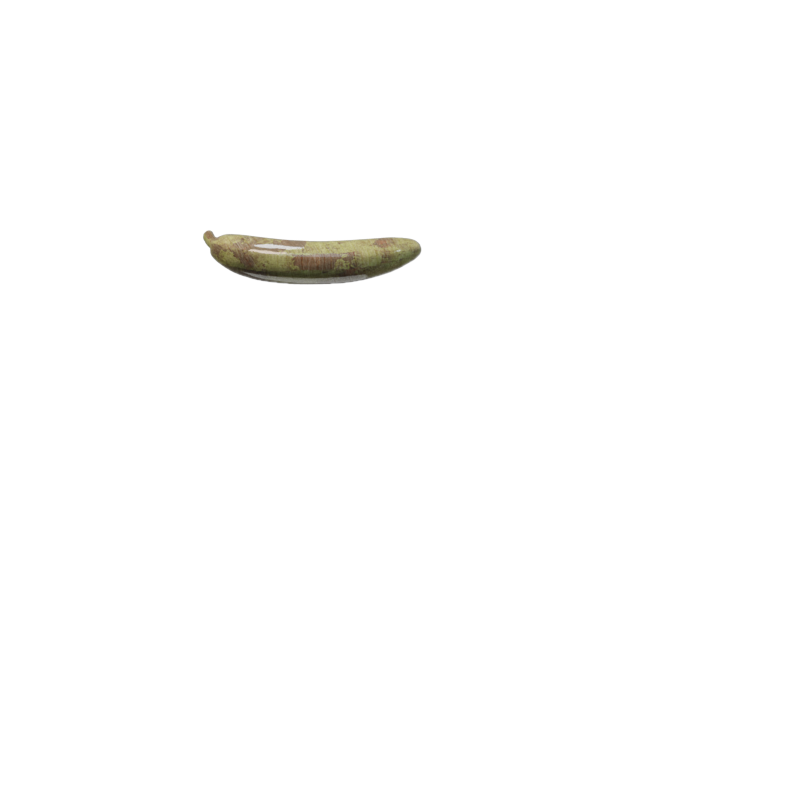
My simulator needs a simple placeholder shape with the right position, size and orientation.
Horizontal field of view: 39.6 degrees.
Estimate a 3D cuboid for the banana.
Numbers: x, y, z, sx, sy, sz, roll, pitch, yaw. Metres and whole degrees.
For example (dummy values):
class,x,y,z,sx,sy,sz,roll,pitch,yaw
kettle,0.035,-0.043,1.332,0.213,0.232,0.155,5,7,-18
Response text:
class,x,y,z,sx,sy,sz,roll,pitch,yaw
banana,-0.082,-0.128,0.966,0.200,0.034,0.074,5,40,6
